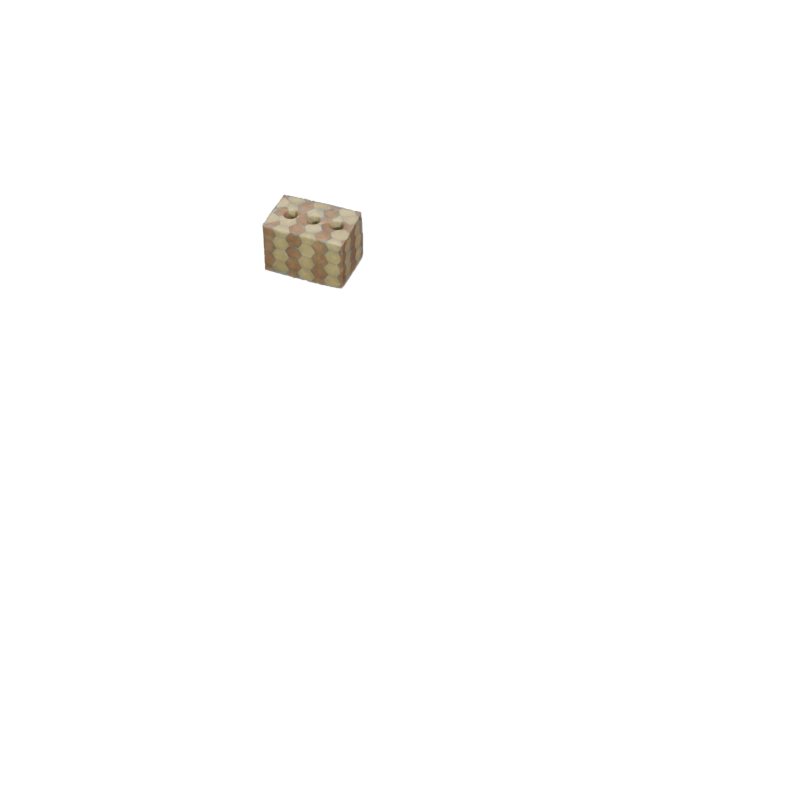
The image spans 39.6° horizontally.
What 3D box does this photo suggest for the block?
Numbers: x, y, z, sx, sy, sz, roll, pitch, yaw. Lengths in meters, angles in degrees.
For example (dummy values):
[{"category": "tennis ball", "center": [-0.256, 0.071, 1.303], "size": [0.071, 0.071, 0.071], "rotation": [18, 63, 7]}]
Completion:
[{"category": "block", "center": [-0.077, -0.141, 0.990], "size": [0.080, 0.048, 0.055], "rotation": [15, 43, 15]}]
